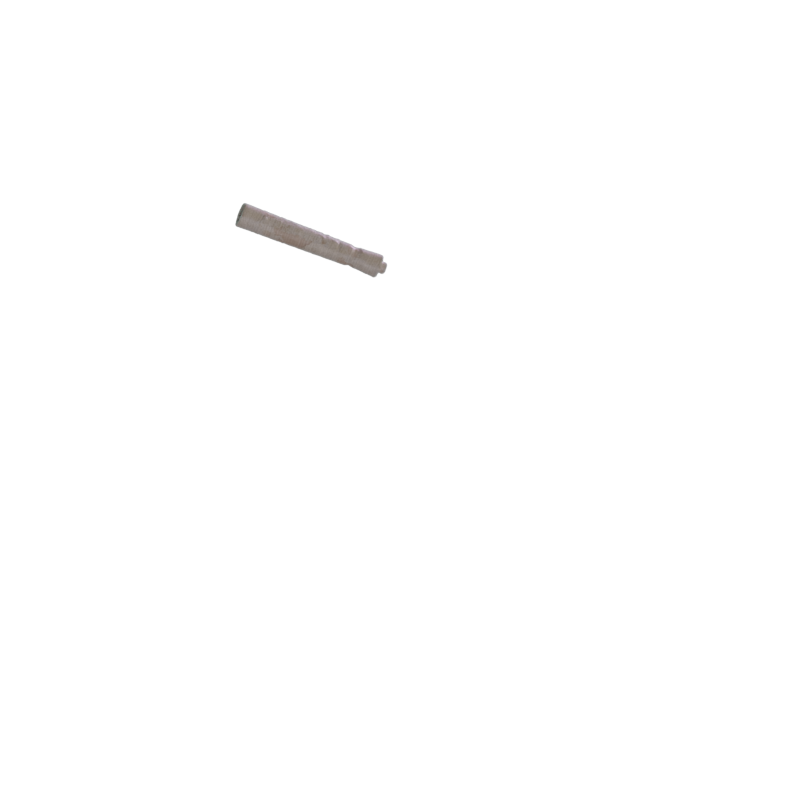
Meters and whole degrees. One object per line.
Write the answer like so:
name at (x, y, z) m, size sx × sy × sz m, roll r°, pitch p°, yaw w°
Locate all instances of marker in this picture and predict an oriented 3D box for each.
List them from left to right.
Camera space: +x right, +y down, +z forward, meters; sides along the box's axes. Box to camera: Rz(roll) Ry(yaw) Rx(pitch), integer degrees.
marker at (-0.066, -0.120, 0.844) m, size 0.118 × 0.020 × 0.020 m, roll 19°, pitch -1°, yaw -13°
